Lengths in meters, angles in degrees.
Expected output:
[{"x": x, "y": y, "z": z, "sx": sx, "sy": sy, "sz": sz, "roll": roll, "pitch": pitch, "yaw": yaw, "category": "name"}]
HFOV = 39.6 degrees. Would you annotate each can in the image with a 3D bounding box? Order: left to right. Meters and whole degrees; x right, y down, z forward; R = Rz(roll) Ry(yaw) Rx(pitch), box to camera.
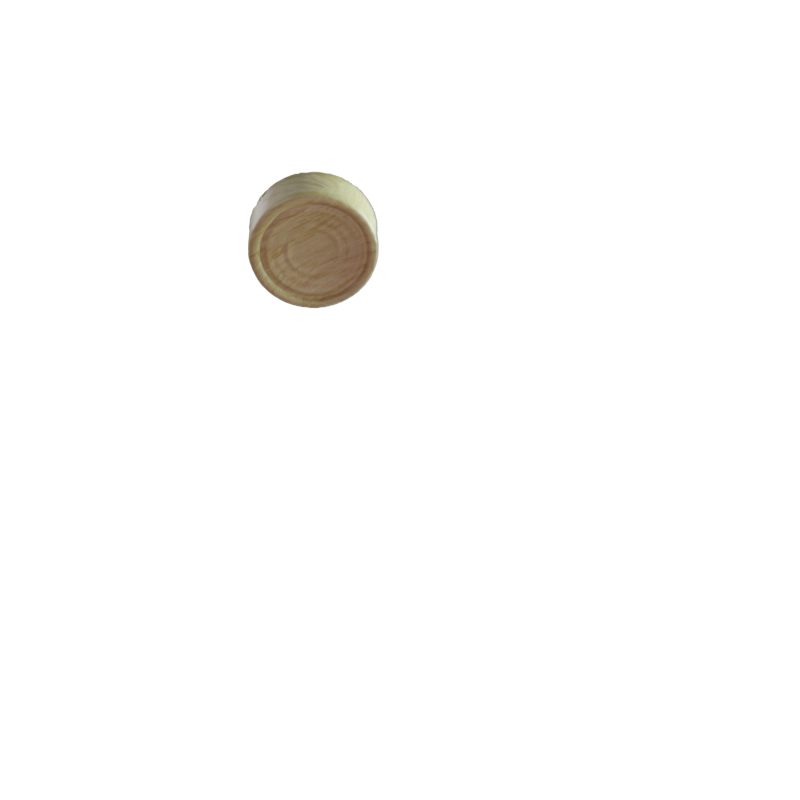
[{"x": -0.057, "y": -0.103, "z": 0.725, "sx": 0.086, "sy": 0.081, "sz": 0.036, "roll": 1, "pitch": 30, "yaw": -1, "category": "can"}]
